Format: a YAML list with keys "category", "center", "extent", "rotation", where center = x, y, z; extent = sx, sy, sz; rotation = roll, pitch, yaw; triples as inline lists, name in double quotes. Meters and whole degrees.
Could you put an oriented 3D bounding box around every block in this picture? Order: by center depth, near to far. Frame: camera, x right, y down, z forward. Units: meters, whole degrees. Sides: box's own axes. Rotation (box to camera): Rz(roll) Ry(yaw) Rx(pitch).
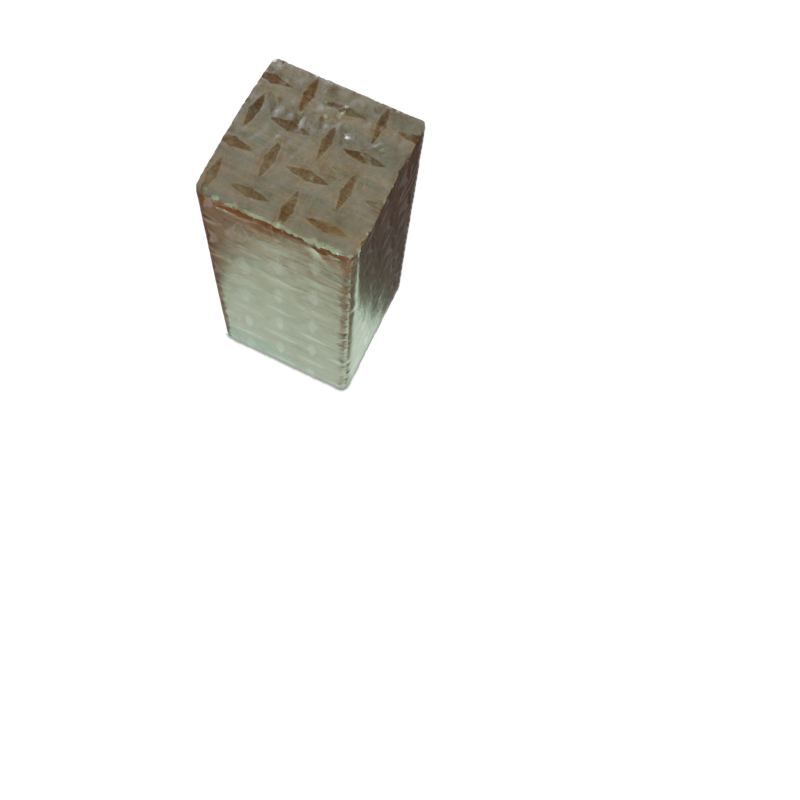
- category: "block"
  center: [-0.051, -0.092, 0.644]
  extent: [0.092, 0.093, 0.197]
  rotation: [25, -19, 5]
